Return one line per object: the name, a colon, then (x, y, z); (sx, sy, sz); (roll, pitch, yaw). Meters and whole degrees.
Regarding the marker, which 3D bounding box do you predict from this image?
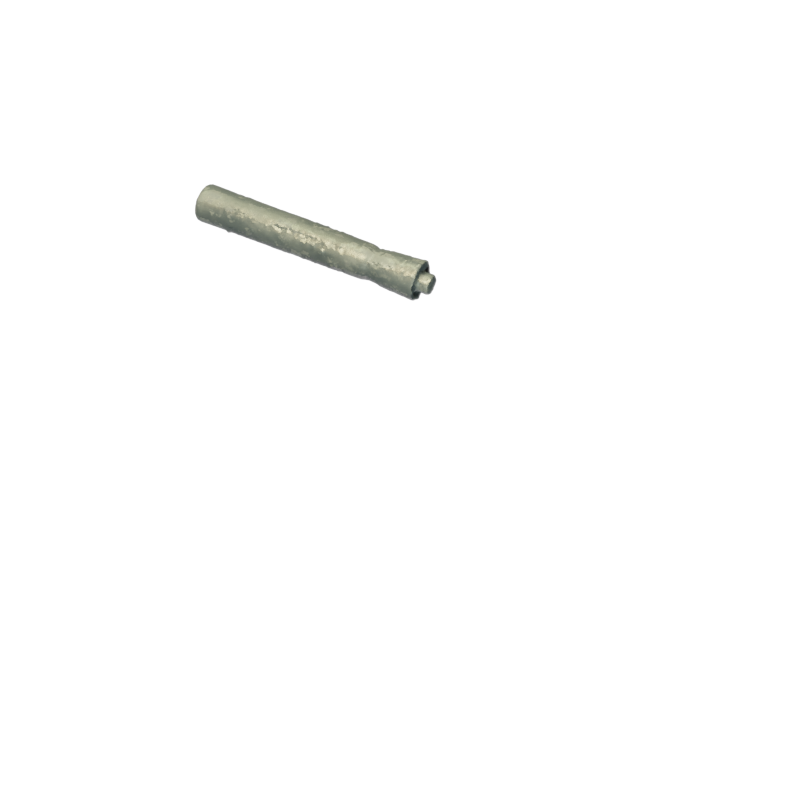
marker: (-0.040, -0.073, 0.510); (0.126, 0.019, 0.019); (23, 12, 22)
